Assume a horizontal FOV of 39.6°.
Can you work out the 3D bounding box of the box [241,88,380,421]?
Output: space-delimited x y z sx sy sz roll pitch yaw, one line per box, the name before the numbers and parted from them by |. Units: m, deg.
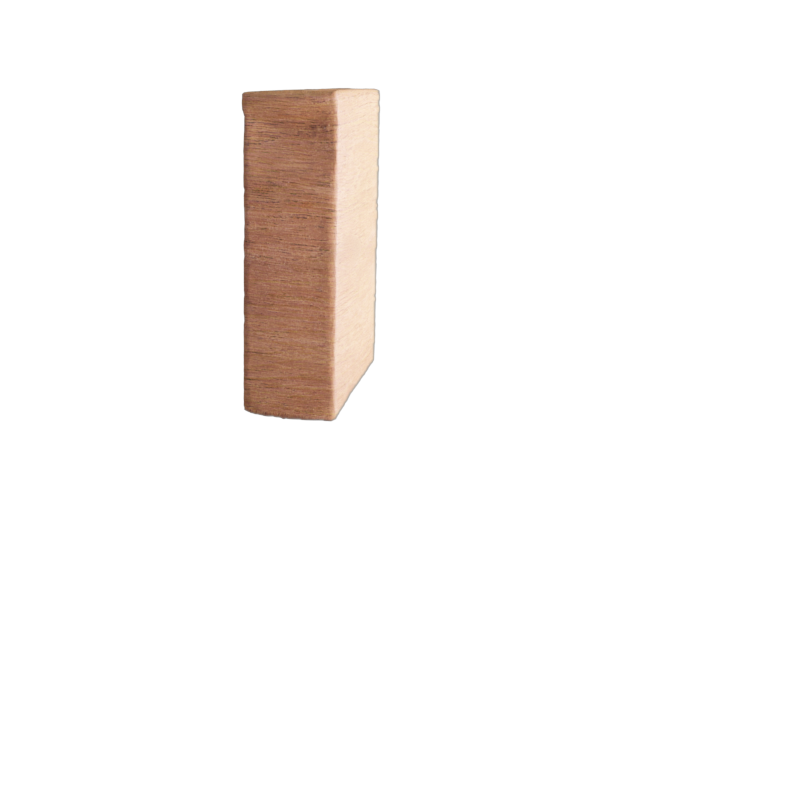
box | -0.061 -0.111 0.781 0.073 0.209 0.166 2 11 9
